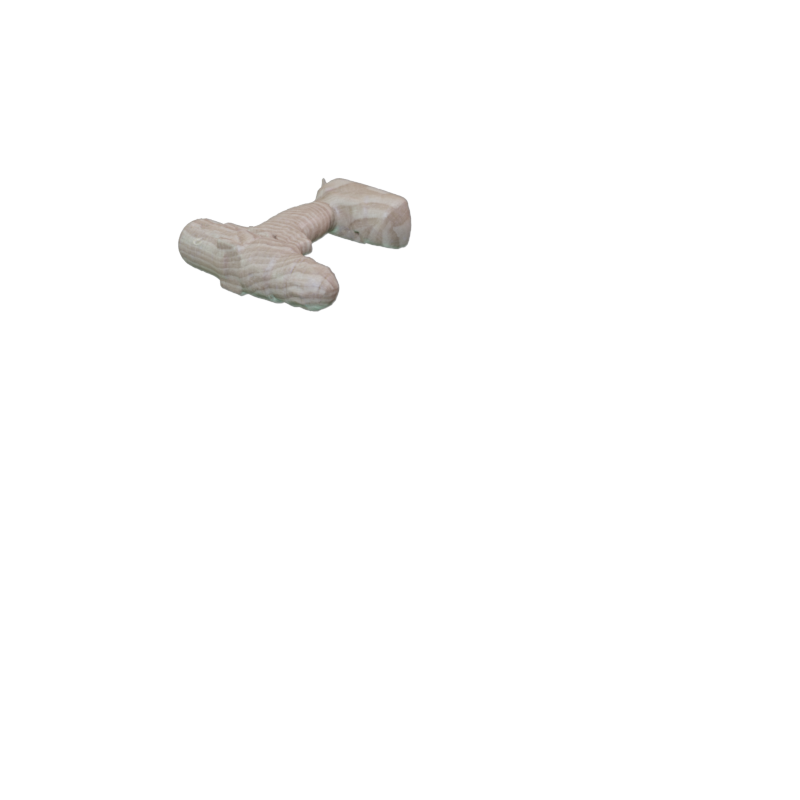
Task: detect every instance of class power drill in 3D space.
[{"bbox_3d":[-0.078,-0.142,0.995,0.196,0.054,0.186,25,37,38],"label":"power drill"}]
